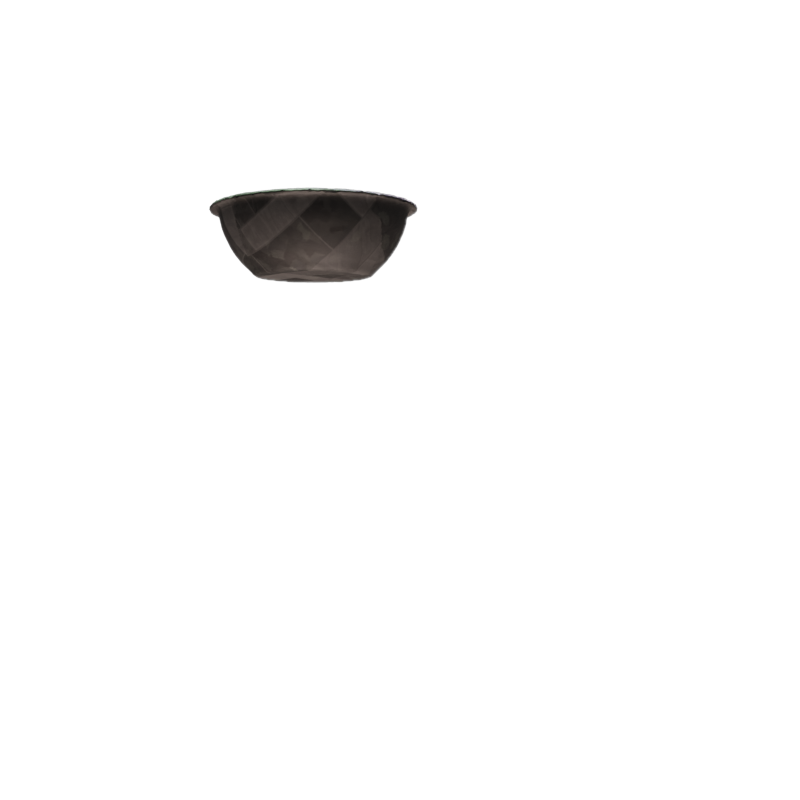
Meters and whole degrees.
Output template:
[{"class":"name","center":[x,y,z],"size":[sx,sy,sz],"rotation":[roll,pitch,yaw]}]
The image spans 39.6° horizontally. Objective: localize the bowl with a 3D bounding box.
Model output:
[{"class":"bowl","center":[-0.067,-0.123,0.860],"size":[0.162,0.056,0.161],"rotation":[0,-1,-2]}]
